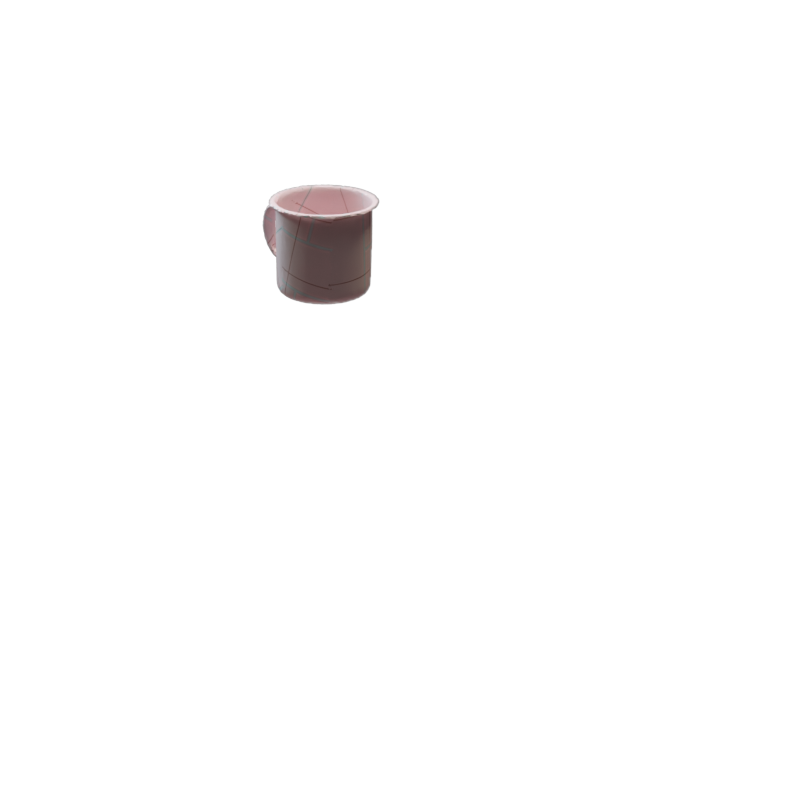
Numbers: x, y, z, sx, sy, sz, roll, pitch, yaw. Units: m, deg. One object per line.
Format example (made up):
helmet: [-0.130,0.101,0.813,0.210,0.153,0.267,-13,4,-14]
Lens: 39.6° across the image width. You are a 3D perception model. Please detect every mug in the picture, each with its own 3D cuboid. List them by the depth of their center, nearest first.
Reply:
mug: [-0.075,-0.136,0.953,0.124,0.078,0.092,19,30,35]
